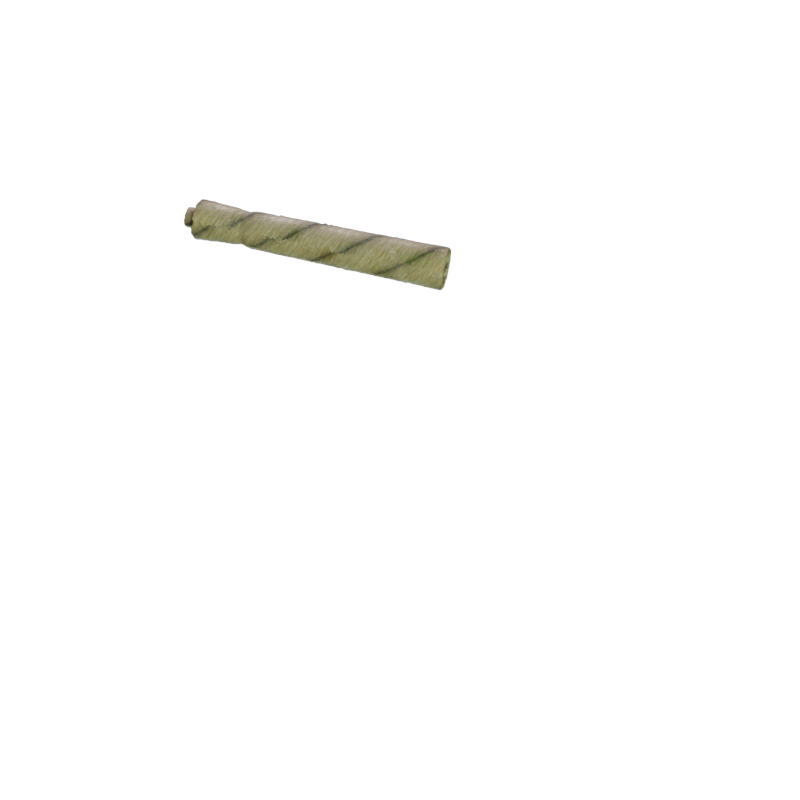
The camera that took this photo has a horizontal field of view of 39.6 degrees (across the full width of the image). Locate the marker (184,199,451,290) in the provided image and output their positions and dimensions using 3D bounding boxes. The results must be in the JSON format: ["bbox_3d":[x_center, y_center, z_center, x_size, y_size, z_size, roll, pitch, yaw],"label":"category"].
[{"bbox_3d":[-0.039,-0.070,0.492,0.124,0.020,0.019,13,7,14],"label":"marker"}]
